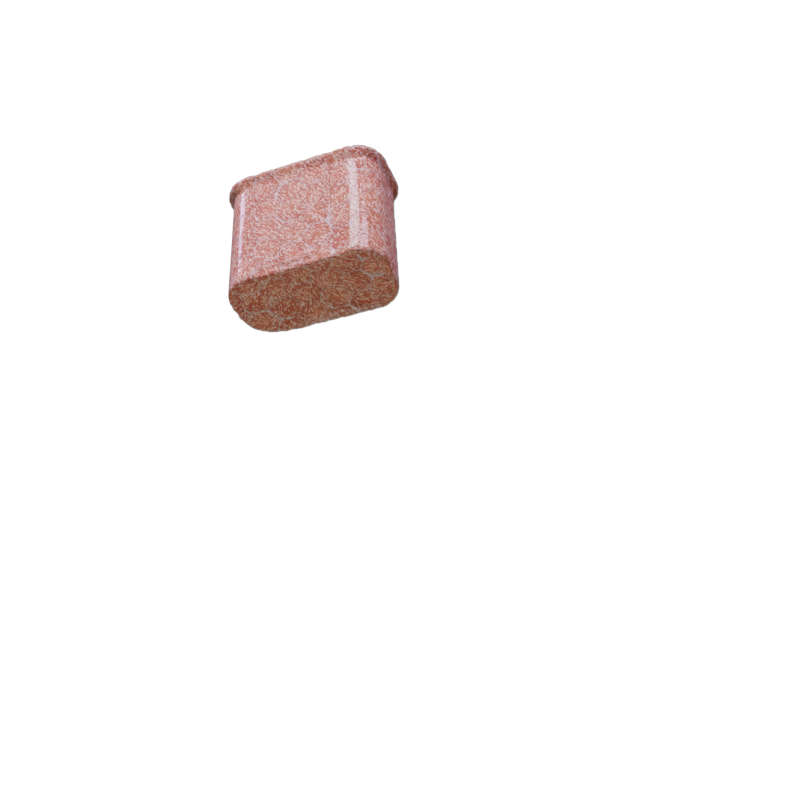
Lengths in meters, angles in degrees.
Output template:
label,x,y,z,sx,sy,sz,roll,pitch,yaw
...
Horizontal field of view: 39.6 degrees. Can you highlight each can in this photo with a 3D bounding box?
label,x,y,z,sx,sy,sz,roll,pitch,yaw
can,-0.051,-0.093,0.654,0.103,0.090,0.053,-14,-41,15
